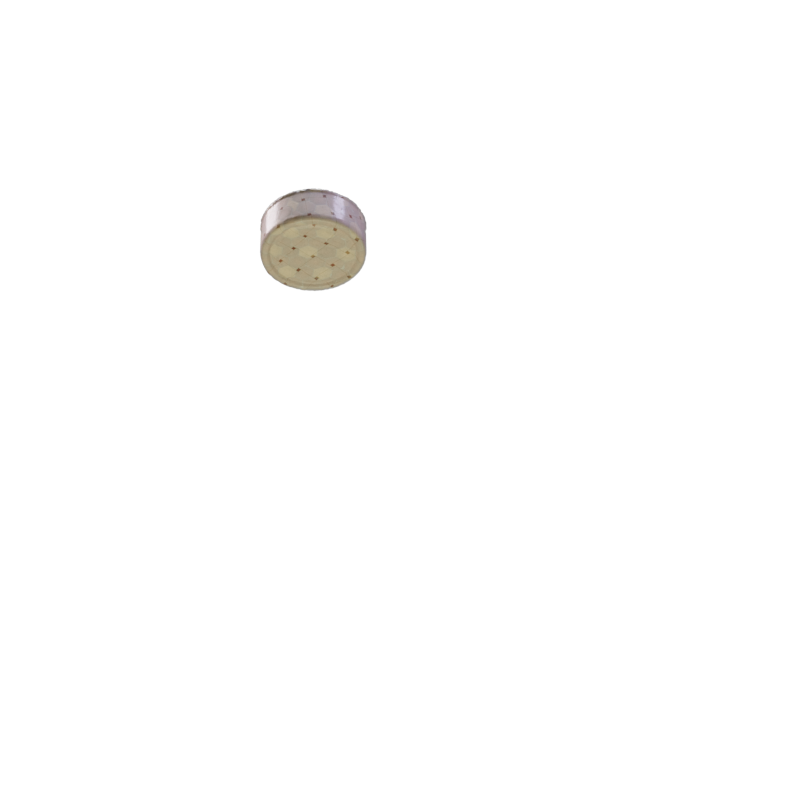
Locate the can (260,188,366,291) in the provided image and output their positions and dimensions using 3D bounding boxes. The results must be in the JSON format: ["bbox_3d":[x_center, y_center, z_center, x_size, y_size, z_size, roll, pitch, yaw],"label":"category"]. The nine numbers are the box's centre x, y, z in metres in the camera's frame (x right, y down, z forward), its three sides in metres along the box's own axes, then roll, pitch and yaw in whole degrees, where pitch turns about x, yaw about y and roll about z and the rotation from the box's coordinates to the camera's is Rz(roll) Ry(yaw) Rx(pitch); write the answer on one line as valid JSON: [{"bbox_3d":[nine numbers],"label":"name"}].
[{"bbox_3d":[-0.069,-0.126,0.885,0.086,0.036,0.080,1,-40,-2],"label":"can"}]
